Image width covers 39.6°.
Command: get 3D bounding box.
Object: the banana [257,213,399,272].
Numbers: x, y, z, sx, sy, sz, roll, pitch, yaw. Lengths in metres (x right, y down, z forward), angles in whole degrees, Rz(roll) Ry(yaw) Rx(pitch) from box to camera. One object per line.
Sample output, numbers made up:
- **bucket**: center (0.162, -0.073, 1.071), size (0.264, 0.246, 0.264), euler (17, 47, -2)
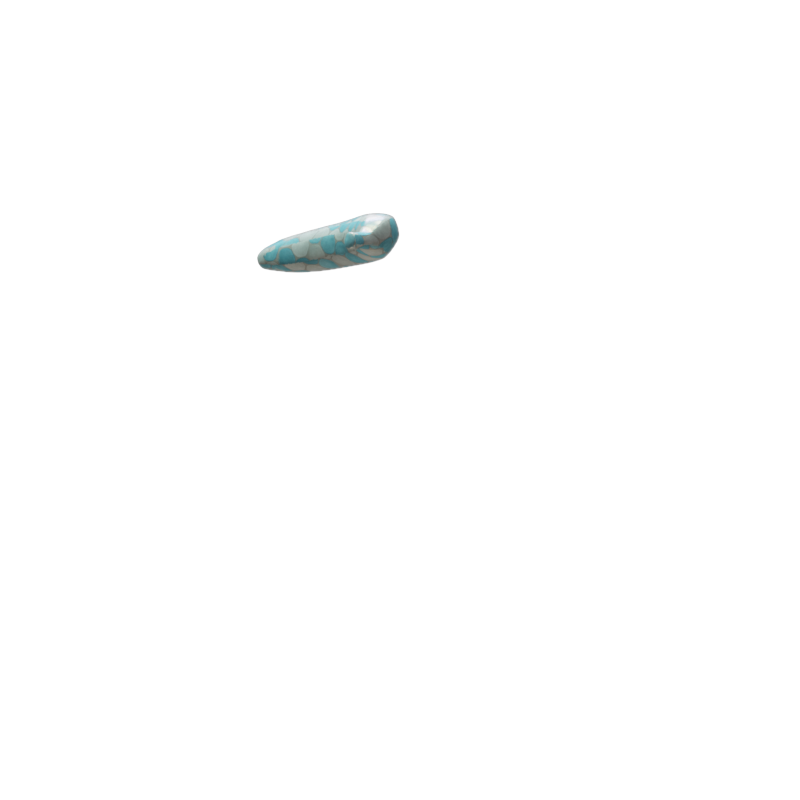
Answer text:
- **banana**: center (-0.052, -0.128, 0.898), size (0.067, 0.037, 0.202), euler (1, 0, -26)
